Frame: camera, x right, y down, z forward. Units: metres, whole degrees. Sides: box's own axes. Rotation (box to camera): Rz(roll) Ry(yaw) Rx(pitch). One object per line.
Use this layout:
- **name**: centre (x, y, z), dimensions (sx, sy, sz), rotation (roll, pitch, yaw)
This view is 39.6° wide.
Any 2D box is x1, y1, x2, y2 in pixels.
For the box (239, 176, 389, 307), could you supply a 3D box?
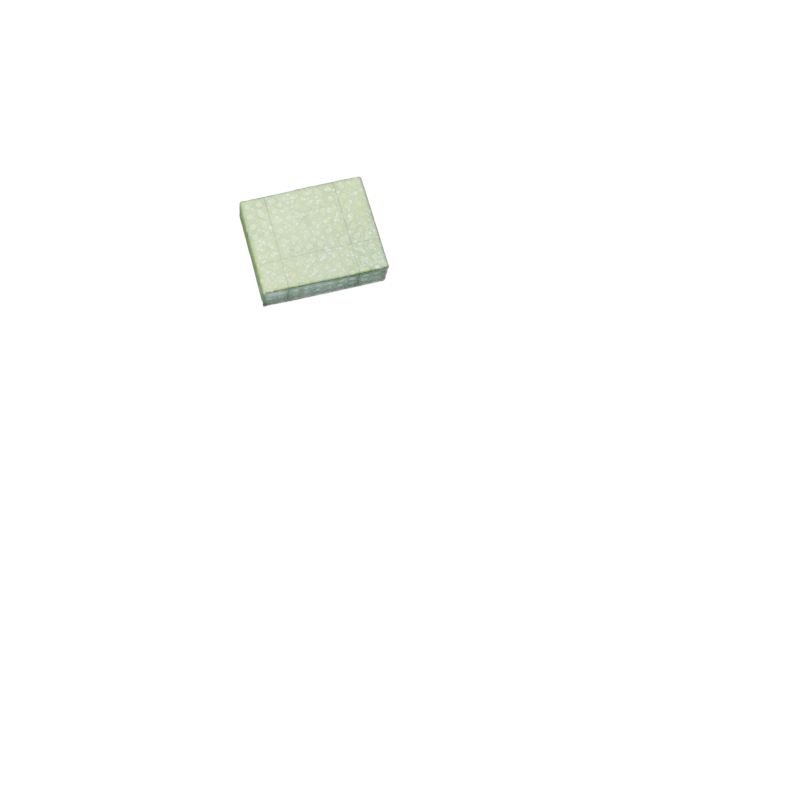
- **box**: centre (-0.075, -0.137, 0.962), dimensions (0.113, 0.095, 0.037), rotation (-14, -23, -7)
